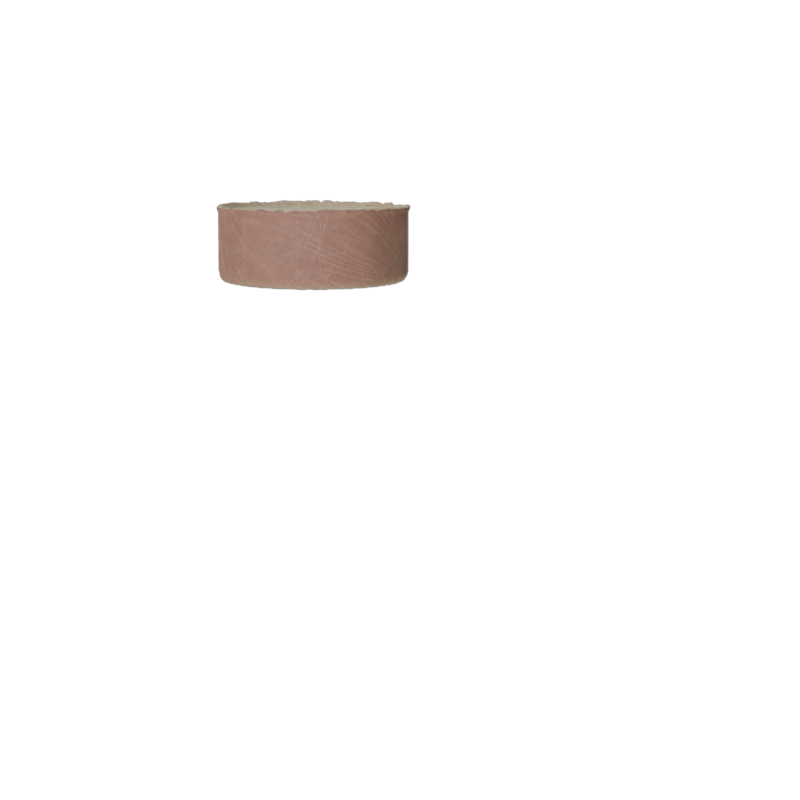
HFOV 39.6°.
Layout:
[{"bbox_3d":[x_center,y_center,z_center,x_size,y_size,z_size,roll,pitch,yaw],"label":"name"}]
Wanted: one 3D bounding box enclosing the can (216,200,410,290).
[{"bbox_3d":[-0.038,-0.070,0.492,0.086,0.033,0.088,0,12,-2],"label":"can"}]
